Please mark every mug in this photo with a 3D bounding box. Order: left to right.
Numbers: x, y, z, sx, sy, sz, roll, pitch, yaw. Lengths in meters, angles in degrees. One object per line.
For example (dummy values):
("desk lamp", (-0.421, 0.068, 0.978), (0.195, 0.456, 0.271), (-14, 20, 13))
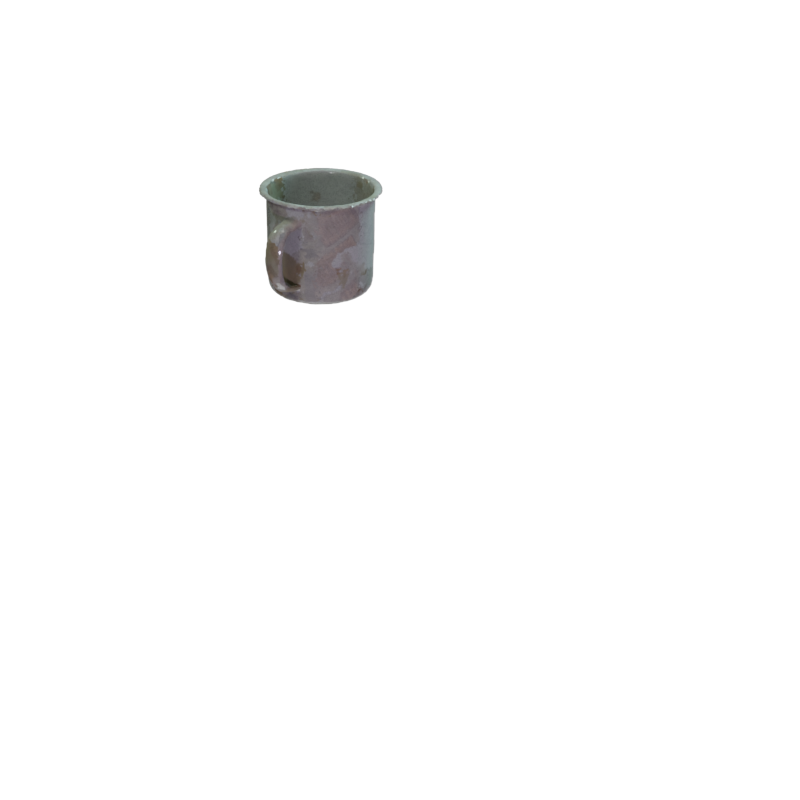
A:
("mug", (-0.066, -0.120, 0.839), (0.097, 0.077, 0.119), (12, 29, 22))
